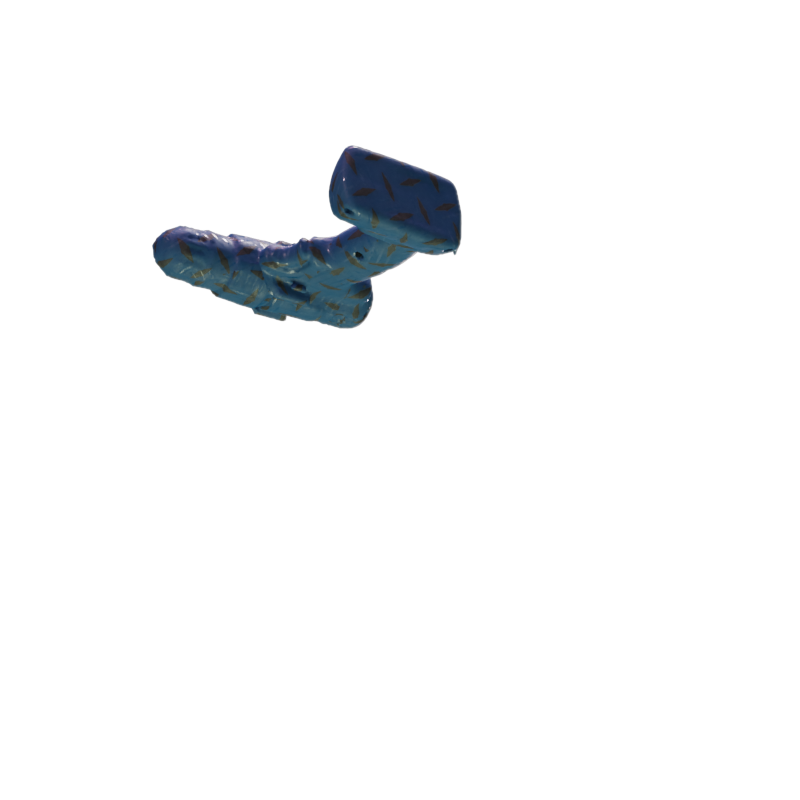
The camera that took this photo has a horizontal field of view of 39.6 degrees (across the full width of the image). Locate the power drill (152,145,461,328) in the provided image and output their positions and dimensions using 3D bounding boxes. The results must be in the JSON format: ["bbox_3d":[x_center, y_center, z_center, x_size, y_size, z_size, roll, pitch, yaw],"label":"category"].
[{"bbox_3d":[-0.063,-0.114,0.799,0.175,0.060,0.187,13,-23,-33],"label":"power drill"}]
